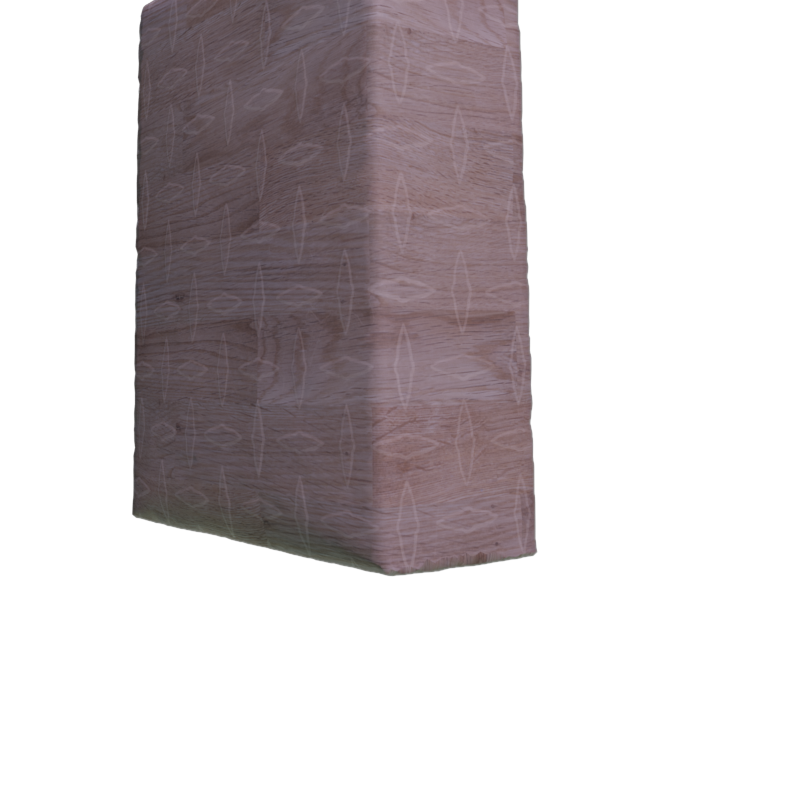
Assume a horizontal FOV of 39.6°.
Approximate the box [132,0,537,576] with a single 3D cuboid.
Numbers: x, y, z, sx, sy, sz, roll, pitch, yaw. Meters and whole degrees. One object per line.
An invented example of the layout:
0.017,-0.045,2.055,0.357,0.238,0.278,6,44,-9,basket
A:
-0.032,-0.058,0.406,0.069,0.217,0.169,4,-6,-38,box
